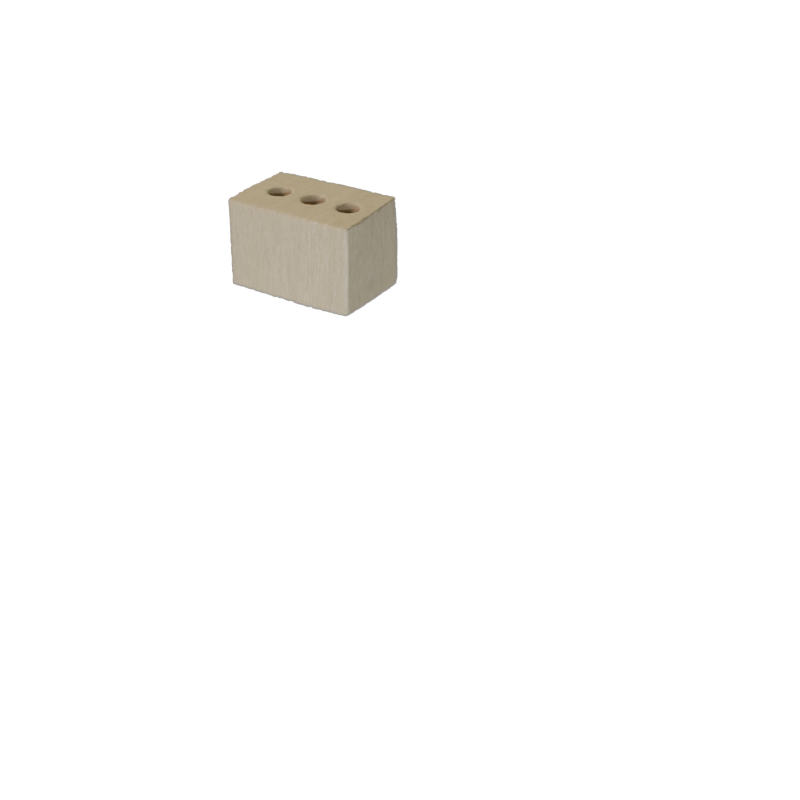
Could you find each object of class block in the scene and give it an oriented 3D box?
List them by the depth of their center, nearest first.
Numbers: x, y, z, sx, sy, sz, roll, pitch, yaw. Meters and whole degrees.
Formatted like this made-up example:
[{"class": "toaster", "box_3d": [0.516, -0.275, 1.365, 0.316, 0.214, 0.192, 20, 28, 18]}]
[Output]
[{"class": "block", "box_3d": [-0.047, -0.086, 0.600, 0.082, 0.048, 0.053, 17, 31, 27]}]
